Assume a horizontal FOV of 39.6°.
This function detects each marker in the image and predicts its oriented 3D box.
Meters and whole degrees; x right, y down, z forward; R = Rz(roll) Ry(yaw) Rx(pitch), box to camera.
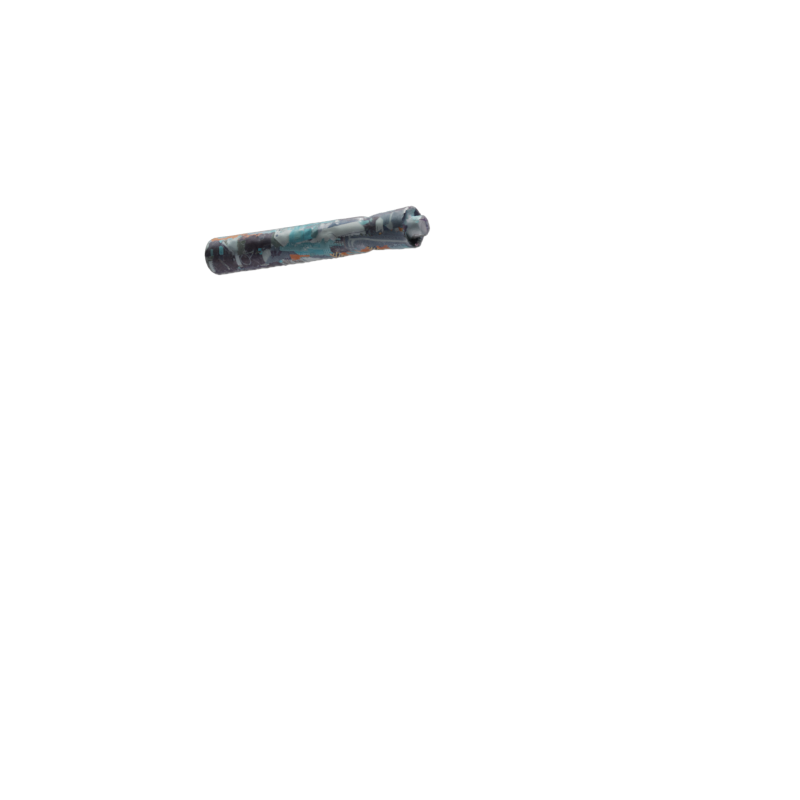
[{"bbox_3d":[-0.040,-0.074,0.516,0.125,0.020,0.019,-3,2,35],"label":"marker"}]
